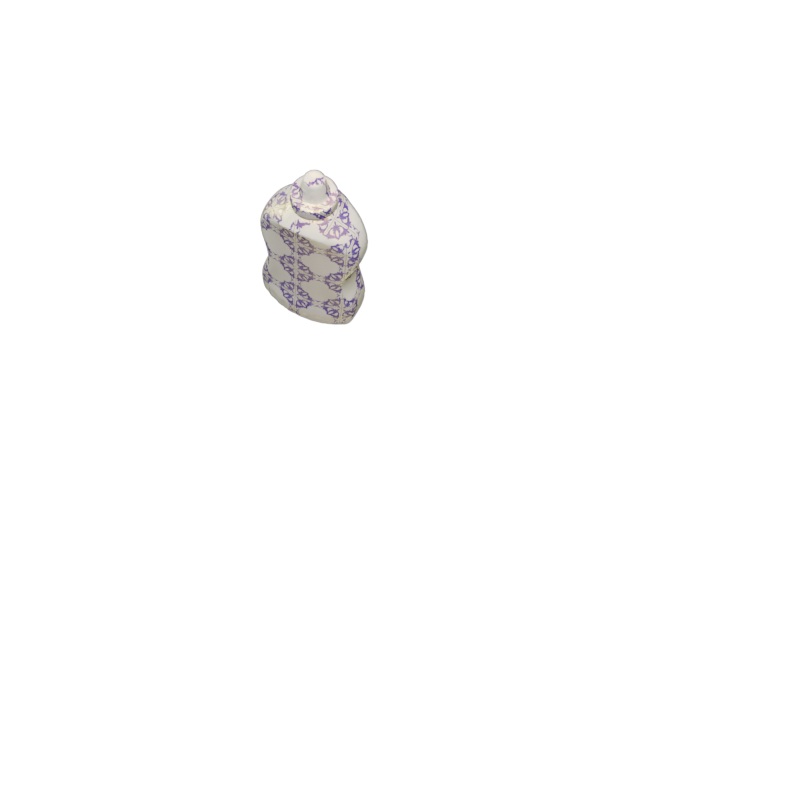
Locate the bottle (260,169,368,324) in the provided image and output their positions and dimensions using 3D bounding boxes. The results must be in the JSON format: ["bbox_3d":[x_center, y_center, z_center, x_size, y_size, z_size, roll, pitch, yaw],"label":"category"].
[{"bbox_3d":[-0.076,-0.140,0.978,0.099,0.060,0.181,27,-25,10],"label":"bottle"}]
